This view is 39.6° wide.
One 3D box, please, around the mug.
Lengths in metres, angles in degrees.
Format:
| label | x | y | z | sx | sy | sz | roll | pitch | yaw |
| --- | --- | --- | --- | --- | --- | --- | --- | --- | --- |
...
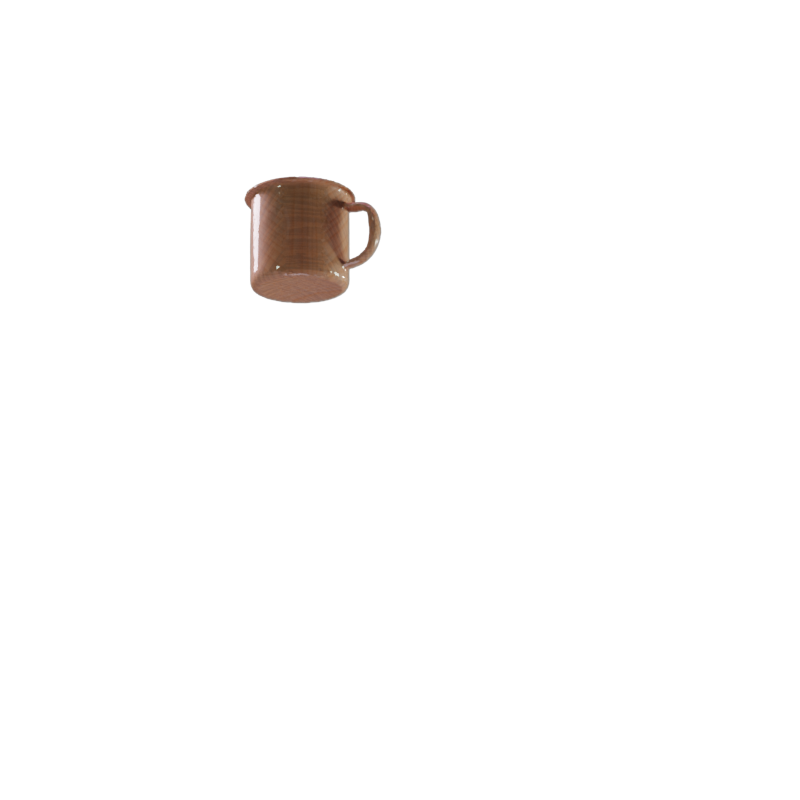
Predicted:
| label | x | y | z | sx | sy | sz | roll | pitch | yaw |
| --- | --- | --- | --- | --- | --- | --- | --- | --- | --- |
| mug | -0.071 | -0.130 | 0.911 | 0.119 | 0.085 | 0.088 | -6 | -17 | 18 |
